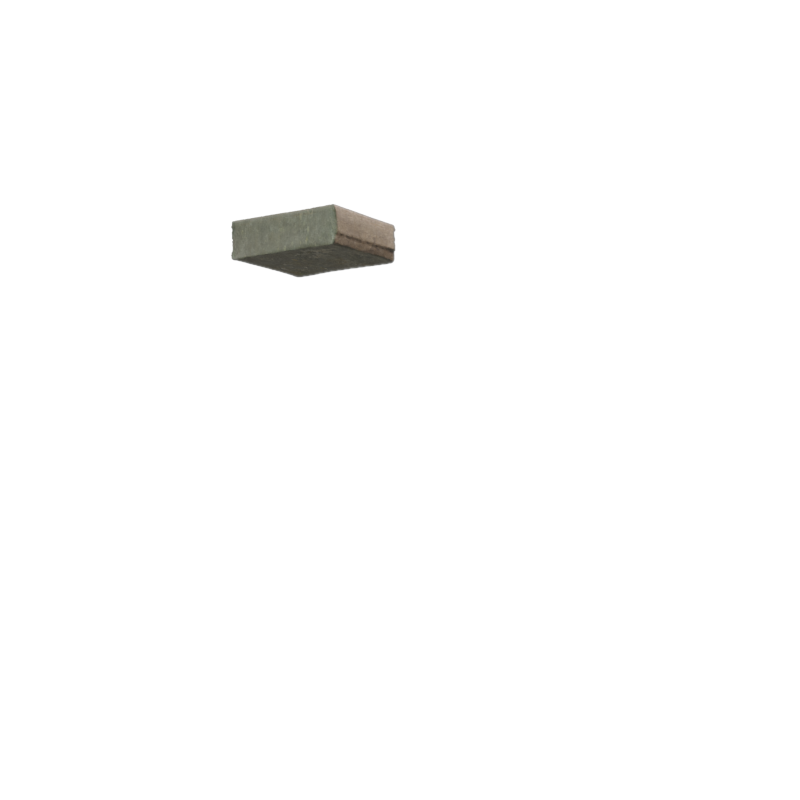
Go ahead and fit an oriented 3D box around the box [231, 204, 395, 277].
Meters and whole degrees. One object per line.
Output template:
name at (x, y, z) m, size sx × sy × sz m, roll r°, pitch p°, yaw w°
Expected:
box at (-0.074, -0.135, 0.948) m, size 0.116 × 0.040 × 0.085 m, roll -5°, pitch -9°, yaw 35°
